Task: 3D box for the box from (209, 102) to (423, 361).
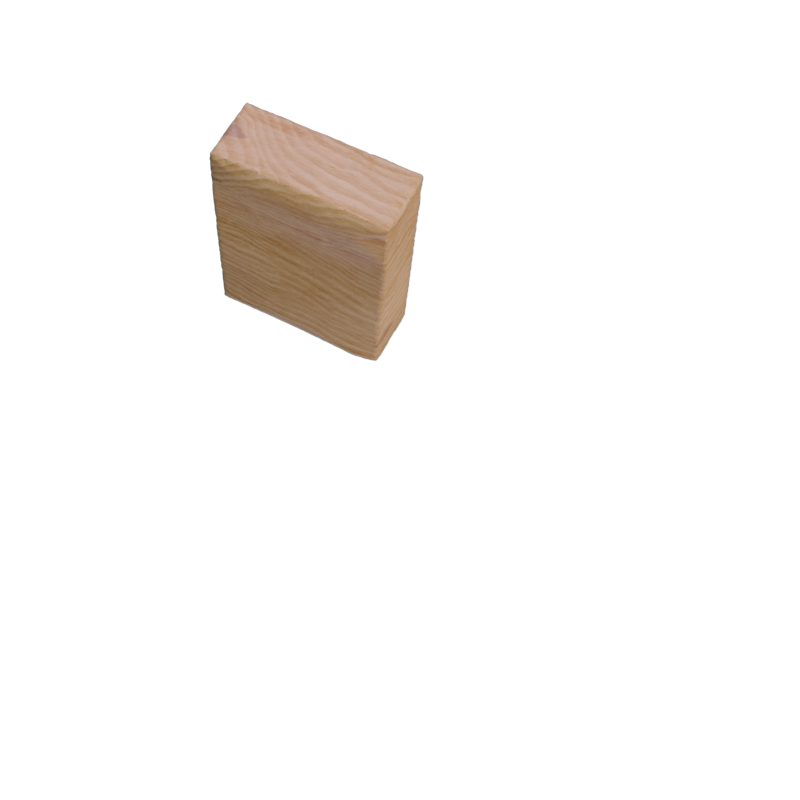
[{"bbox_3d":[-0.075,-0.137,0.958,0.169,0.074,0.201,26,-27,12],"label":"box"}]
